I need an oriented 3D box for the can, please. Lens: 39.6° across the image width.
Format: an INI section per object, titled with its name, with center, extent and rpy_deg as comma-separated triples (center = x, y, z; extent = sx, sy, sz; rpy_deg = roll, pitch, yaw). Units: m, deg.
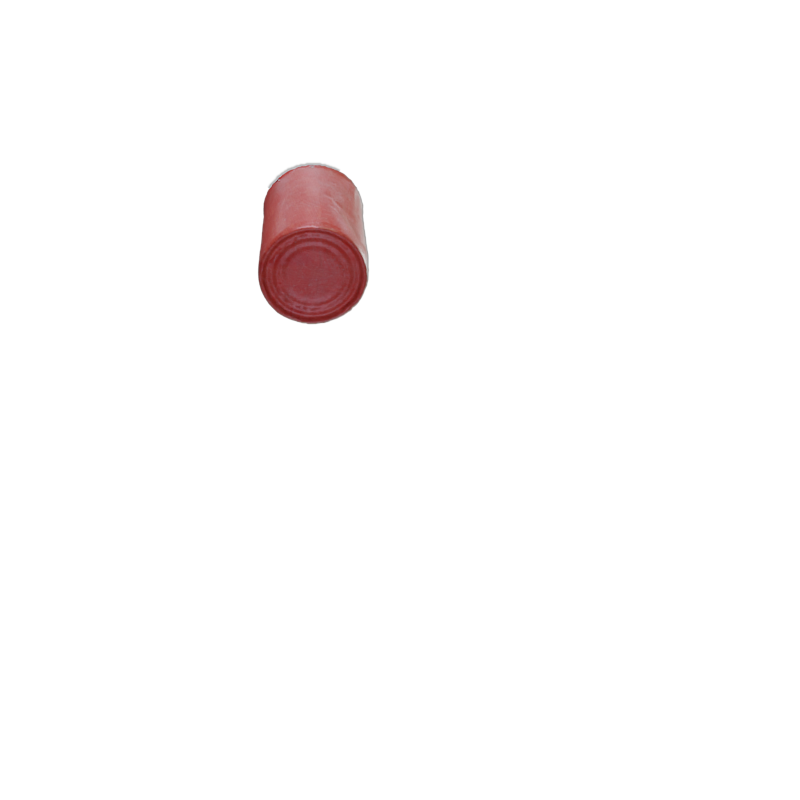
[can]
center = -0.055, -0.101, 0.706
extent = 0.068, 0.065, 0.108
rpy_deg = 0, 30, -3
